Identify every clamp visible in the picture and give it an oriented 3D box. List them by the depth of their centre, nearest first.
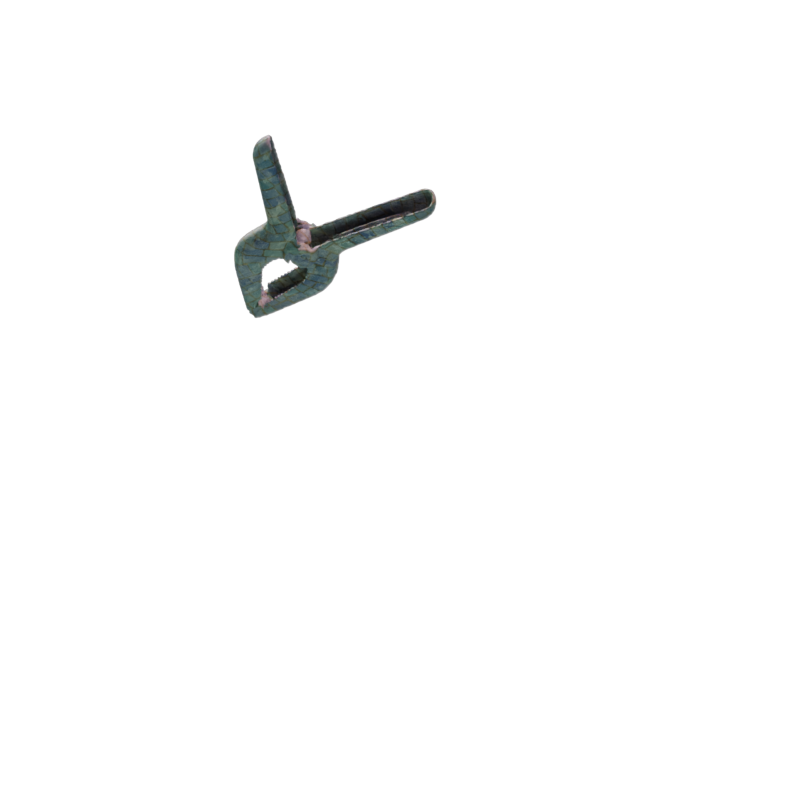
[{"bbox_3d":[-0.076,-0.139,0.970,0.160,0.039,0.202,13,-38,-17],"label":"clamp"}]
